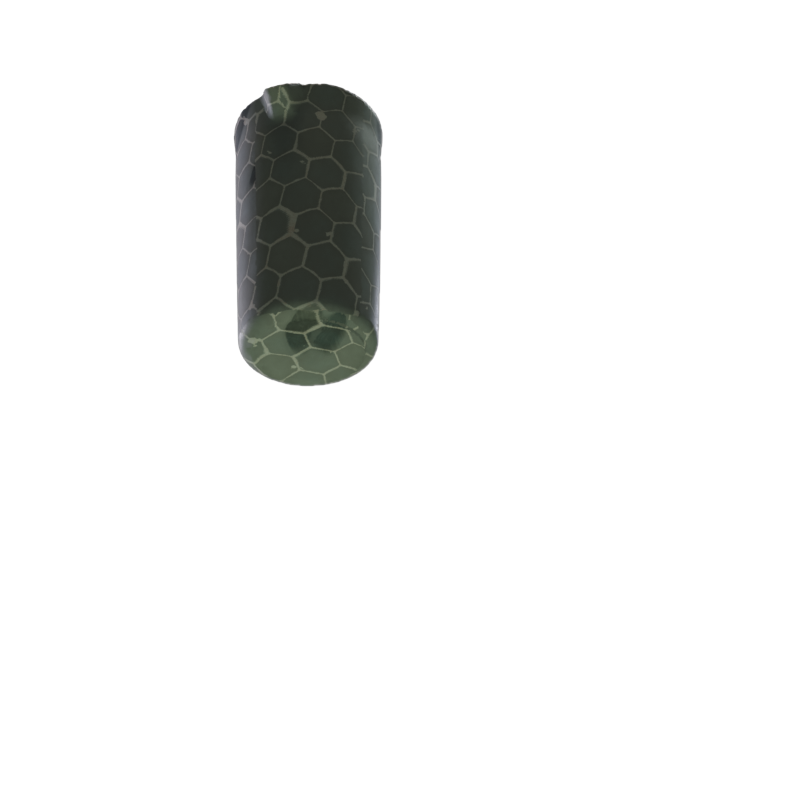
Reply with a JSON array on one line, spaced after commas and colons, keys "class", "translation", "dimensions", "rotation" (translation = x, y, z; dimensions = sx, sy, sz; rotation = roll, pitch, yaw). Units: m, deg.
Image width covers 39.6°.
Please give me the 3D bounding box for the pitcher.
[{"class": "pitcher", "translation": [-0.073, -0.132, 0.927], "dimensions": [0.143, 0.260, 0.141], "rotation": [17, -41, -24]}]
